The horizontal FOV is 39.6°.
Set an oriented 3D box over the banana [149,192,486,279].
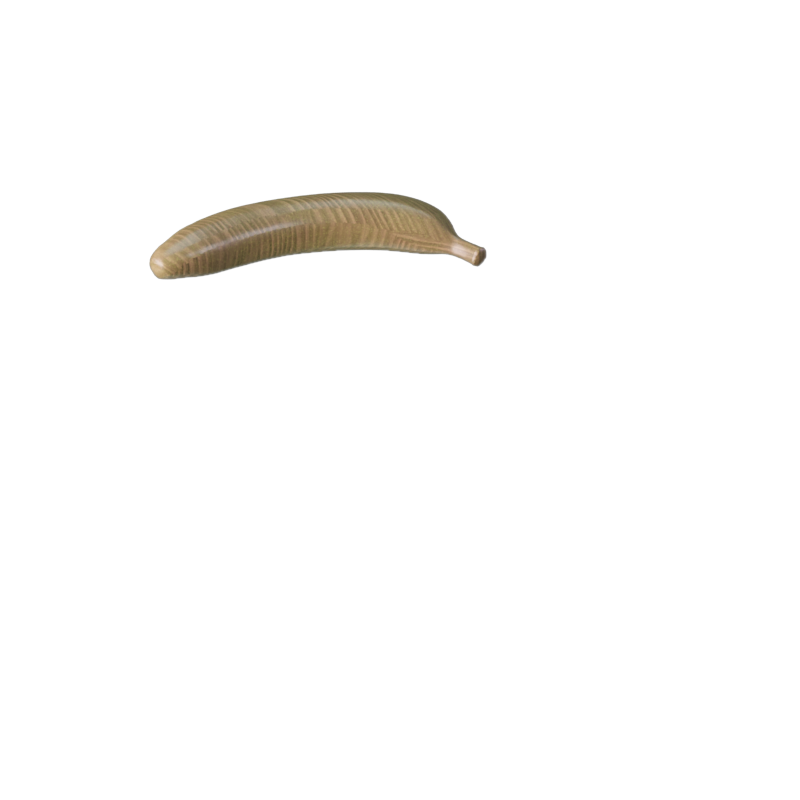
[{"bbox_3d":[-0.052,-0.100,0.661,0.195,0.035,0.074,-6,24,-12],"label":"banana"}]
